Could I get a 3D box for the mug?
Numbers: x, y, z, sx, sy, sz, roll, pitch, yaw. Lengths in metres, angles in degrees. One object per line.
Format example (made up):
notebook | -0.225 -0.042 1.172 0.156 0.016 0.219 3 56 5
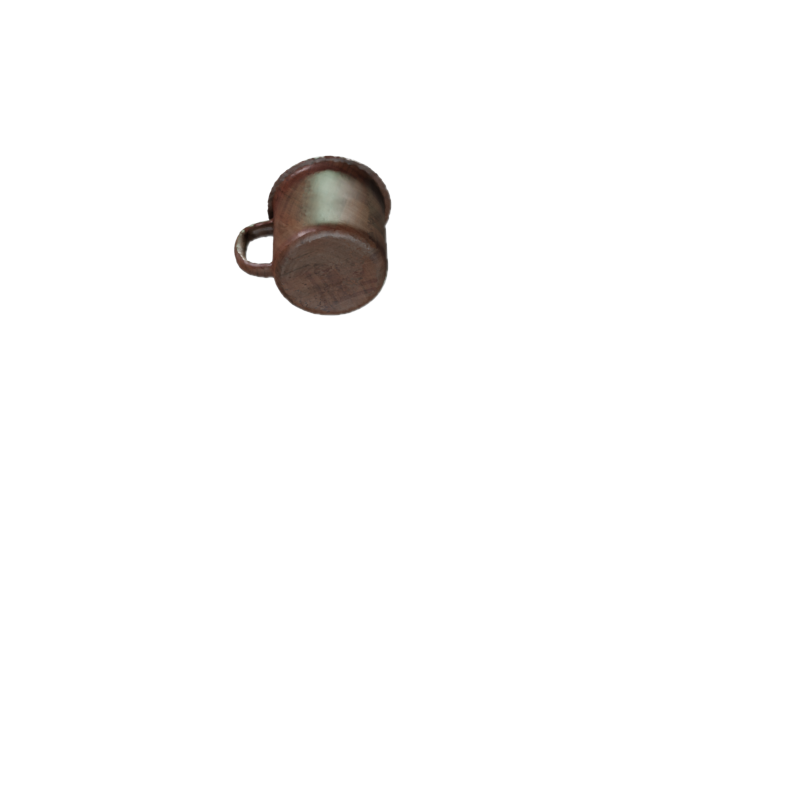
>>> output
mug | -0.063 -0.115 0.802 0.118 0.086 0.087 -6 42 4
